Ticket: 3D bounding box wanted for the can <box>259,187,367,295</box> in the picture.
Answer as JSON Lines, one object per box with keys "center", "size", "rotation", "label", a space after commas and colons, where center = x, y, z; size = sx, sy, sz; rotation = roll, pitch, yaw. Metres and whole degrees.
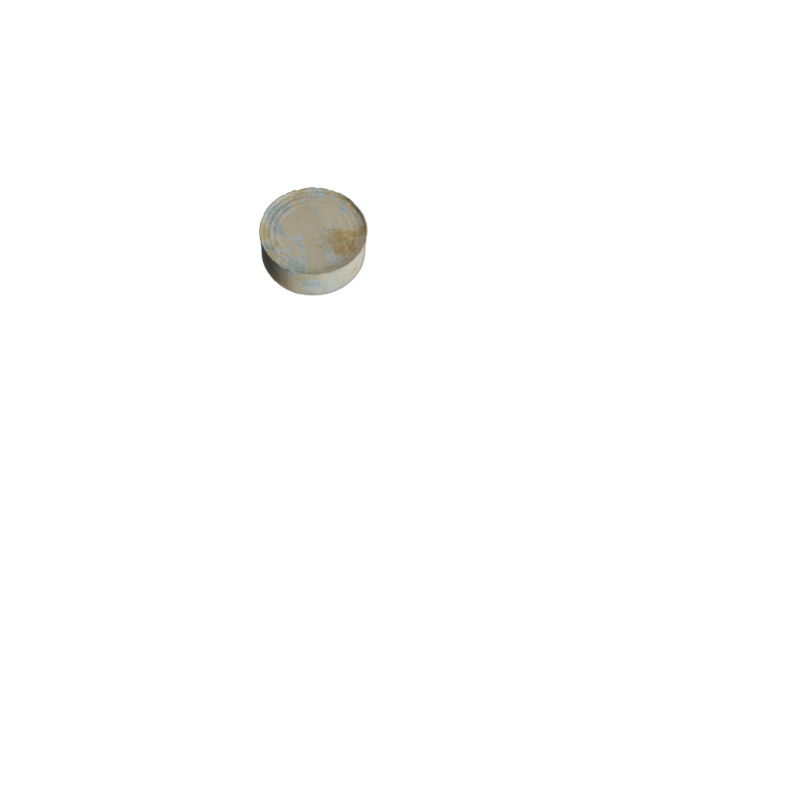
{"center": [-0.070, -0.127, 0.888], "size": [0.086, 0.092, 0.031], "rotation": [-1, -32, -1], "label": "can"}
